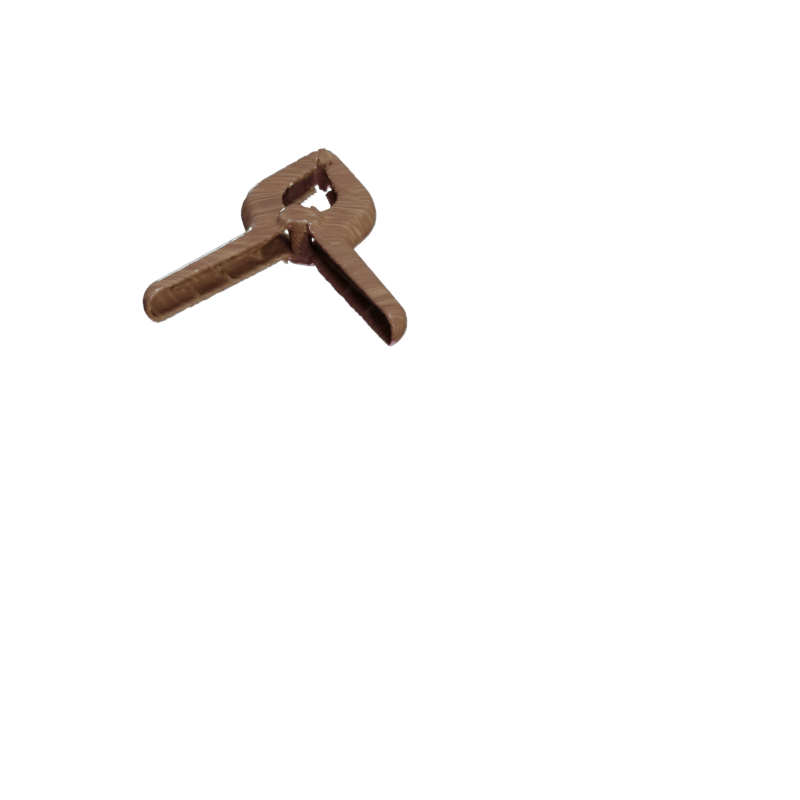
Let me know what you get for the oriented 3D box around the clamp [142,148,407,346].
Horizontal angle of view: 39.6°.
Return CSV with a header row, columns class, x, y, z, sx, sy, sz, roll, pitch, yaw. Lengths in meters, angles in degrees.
class,x,y,z,sx,sy,sz,roll,pitch,yaw
clamp,-0.059,-0.107,0.748,0.168,0.034,0.220,10,39,12
